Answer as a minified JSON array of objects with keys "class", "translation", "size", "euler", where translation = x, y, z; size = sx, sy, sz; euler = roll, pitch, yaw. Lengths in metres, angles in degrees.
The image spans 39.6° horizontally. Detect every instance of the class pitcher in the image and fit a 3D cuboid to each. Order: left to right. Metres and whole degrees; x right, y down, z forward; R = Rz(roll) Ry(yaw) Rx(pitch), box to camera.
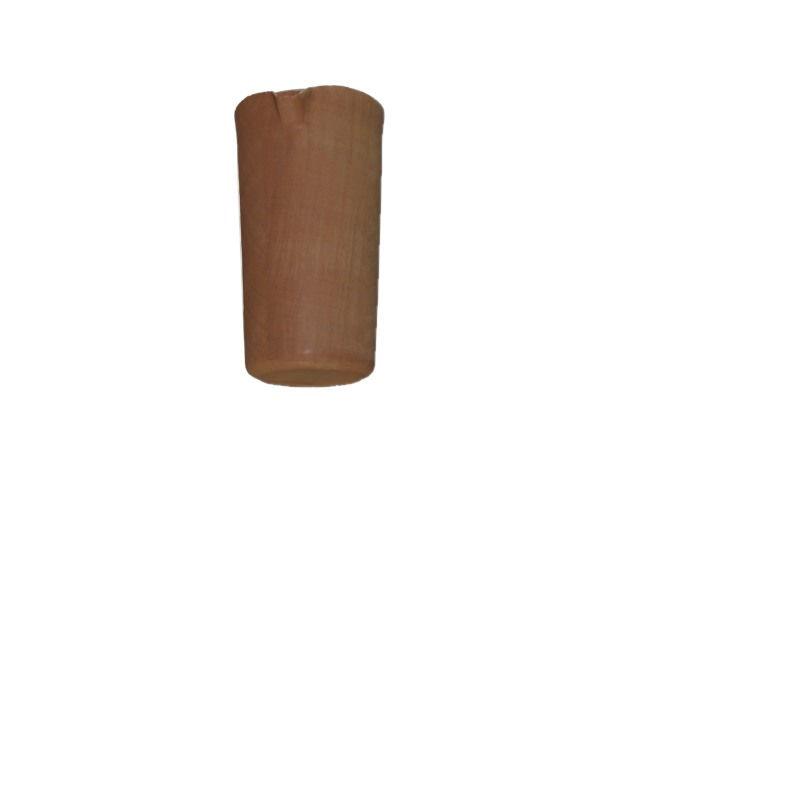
[{"class":"pitcher","translation":[-0.075,-0.137,0.958],"size":[0.142,0.252,0.146],"euler":[10,-18,-35]}]
